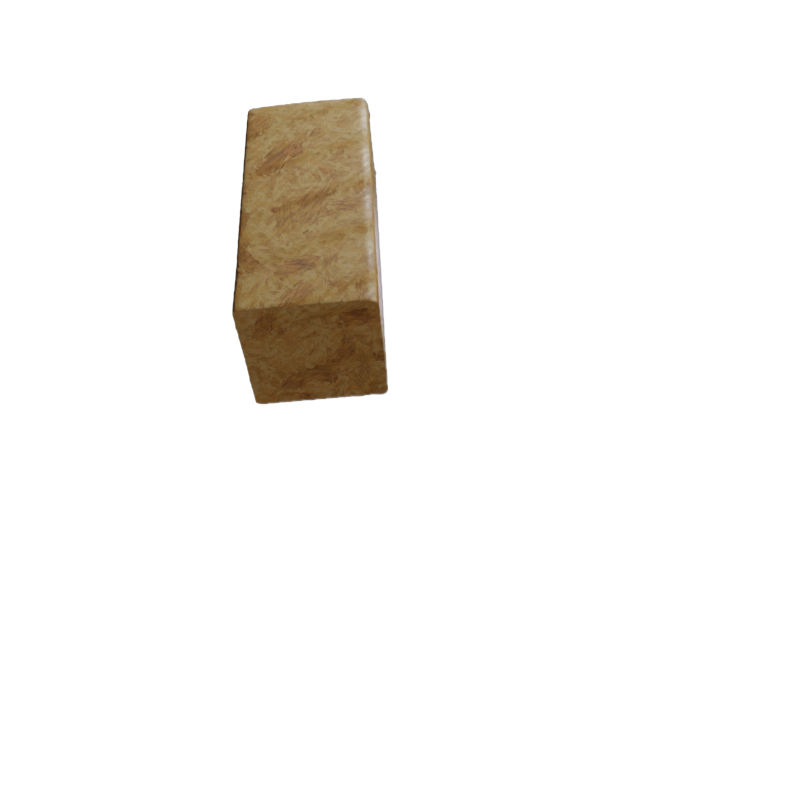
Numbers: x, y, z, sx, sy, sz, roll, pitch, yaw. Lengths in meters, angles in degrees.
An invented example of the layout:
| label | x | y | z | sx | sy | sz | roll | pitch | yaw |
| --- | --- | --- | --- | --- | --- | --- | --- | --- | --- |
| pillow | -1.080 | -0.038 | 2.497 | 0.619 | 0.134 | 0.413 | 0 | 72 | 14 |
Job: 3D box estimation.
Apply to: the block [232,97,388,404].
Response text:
| label | x | y | z | sx | sy | sz | roll | pitch | yaw |
| --- | --- | --- | --- | --- | --- | --- | --- | --- | --- |
| block | -0.059 | -0.109 | 0.765 | 0.090 | 0.221 | 0.084 | -6 | -43 | 2 |
